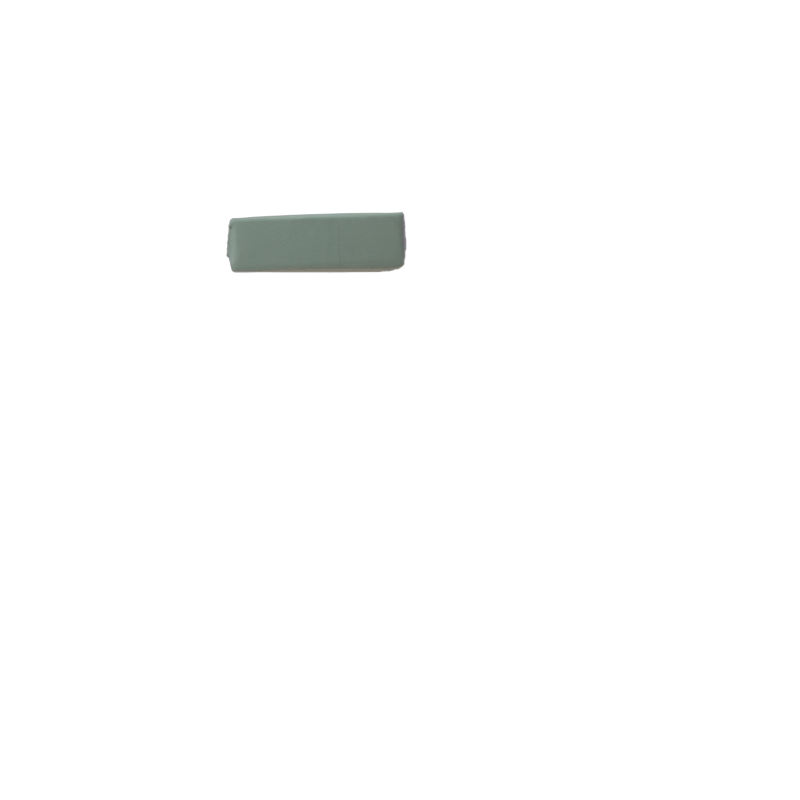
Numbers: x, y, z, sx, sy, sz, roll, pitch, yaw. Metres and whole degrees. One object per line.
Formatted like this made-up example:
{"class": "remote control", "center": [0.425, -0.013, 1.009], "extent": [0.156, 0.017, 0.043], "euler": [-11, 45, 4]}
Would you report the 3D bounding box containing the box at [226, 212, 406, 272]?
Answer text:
{"class": "box", "center": [-0.058, -0.105, 0.735], "extent": [0.113, 0.038, 0.091], "euler": [-1, 8, -5]}
